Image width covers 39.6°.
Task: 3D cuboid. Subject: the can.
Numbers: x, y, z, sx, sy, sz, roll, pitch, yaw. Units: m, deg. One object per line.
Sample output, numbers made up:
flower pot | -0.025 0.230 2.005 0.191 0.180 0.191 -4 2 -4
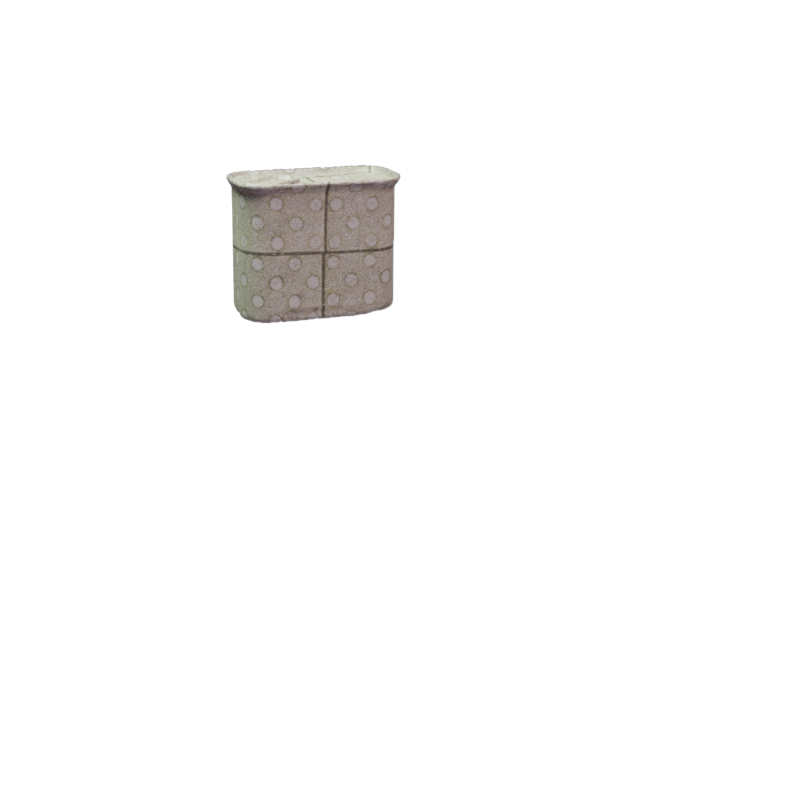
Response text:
can | -0.053 -0.096 0.675 0.100 0.081 0.061 -5 16 -18
